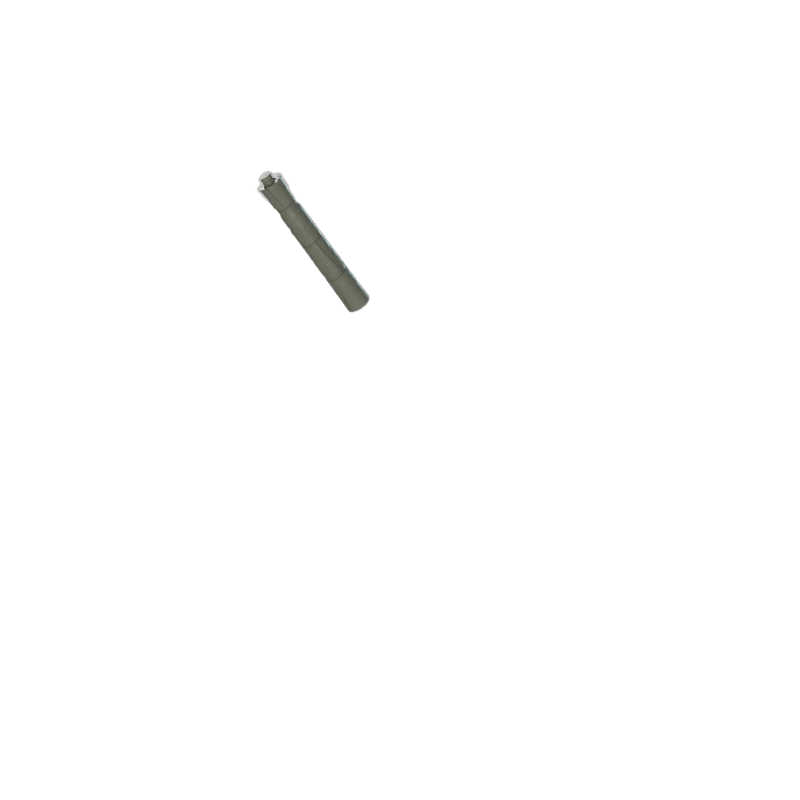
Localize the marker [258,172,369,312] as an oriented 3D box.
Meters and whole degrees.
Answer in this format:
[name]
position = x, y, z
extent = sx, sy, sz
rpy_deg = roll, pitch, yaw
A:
[marker]
position = -0.062, -0.113, 0.790
extent = 0.020, 0.115, 0.021
rpy_deg = -32, 22, 14
